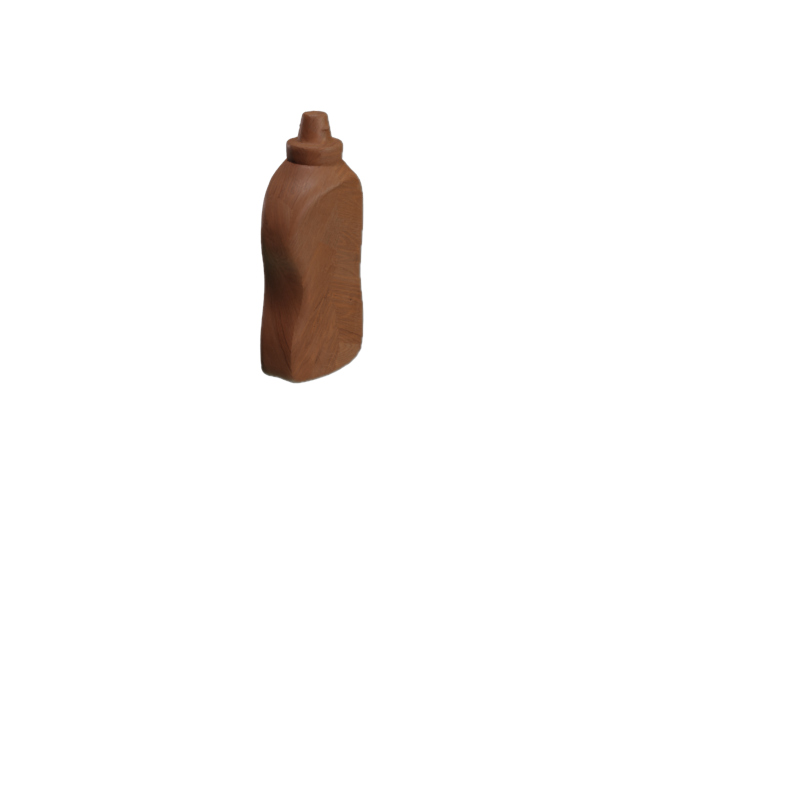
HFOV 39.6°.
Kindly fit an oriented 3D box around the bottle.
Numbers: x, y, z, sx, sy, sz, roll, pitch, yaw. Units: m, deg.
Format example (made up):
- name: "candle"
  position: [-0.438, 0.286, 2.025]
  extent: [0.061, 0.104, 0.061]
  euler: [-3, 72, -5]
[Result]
- name: "bottle"
  position: [-0.063, -0.116, 0.813]
  extent: [0.061, 0.184, 0.095]
  euler: [13, 23, 32]
